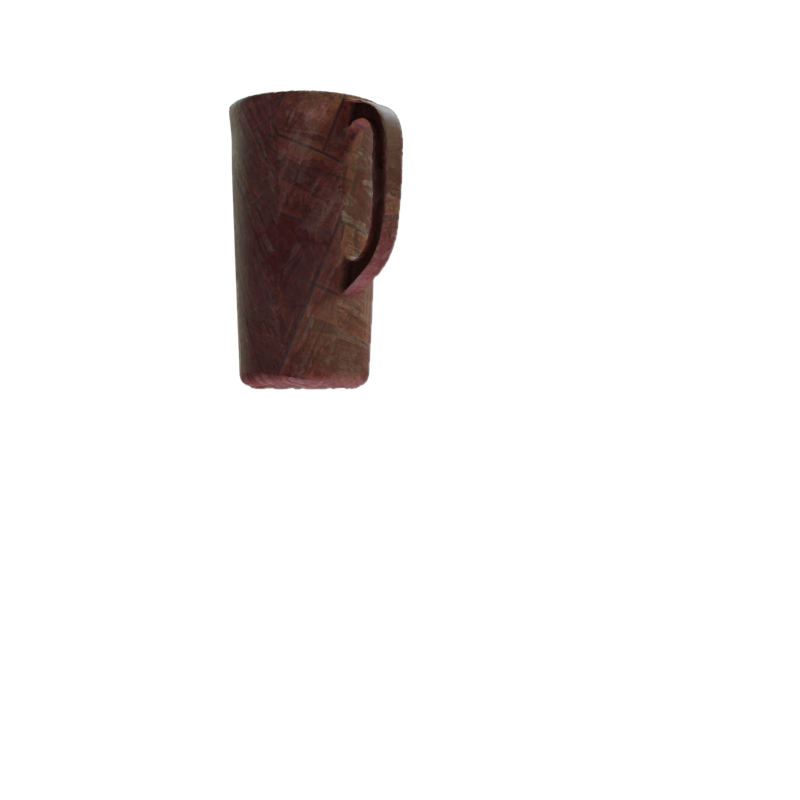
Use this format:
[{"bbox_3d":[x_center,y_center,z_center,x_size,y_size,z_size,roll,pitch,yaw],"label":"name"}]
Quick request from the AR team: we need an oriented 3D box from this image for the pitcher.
[{"bbox_3d":[-0.072,-0.132,0.926,0.145,0.248,0.147,0,-6,-1],"label":"pitcher"}]
